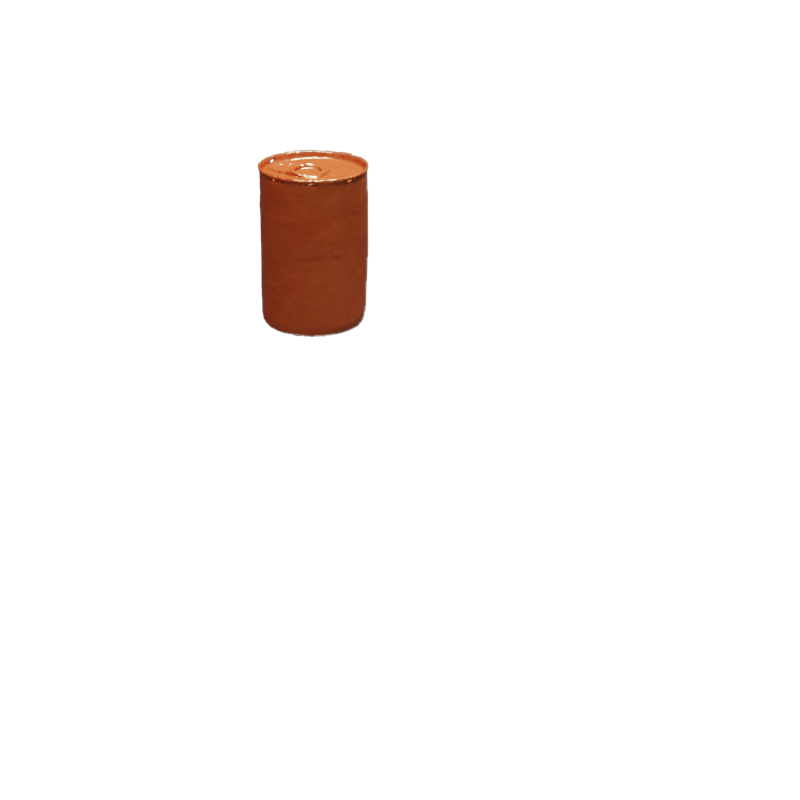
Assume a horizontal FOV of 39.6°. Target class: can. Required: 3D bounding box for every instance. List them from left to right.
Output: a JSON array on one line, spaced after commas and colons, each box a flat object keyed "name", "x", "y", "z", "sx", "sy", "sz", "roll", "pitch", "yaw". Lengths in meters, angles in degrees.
[{"name": "can", "x": -0.054, "y": -0.099, "z": 0.696, "sx": 0.068, "sy": 0.097, "sz": 0.072, "roll": 0, "pitch": 23, "yaw": -2}]
